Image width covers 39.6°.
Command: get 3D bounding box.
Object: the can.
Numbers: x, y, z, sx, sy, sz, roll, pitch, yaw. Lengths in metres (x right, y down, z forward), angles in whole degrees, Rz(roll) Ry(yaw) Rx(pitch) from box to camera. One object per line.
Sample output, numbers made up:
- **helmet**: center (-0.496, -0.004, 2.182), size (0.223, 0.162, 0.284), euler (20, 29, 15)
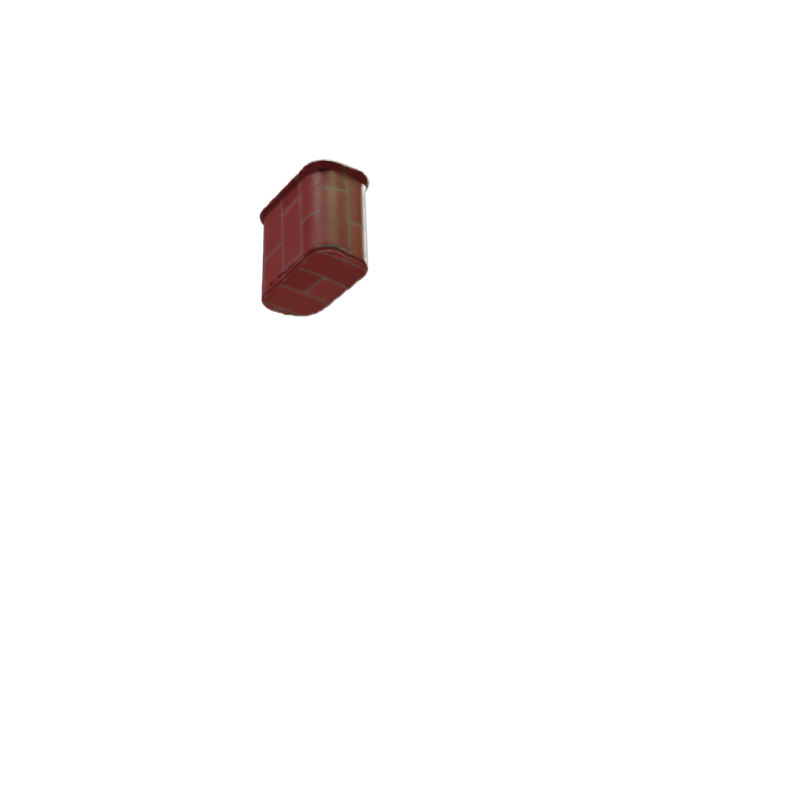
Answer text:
- **can**: center (-0.067, -0.123, 0.862), size (0.055, 0.089, 0.100), euler (19, -36, -30)
